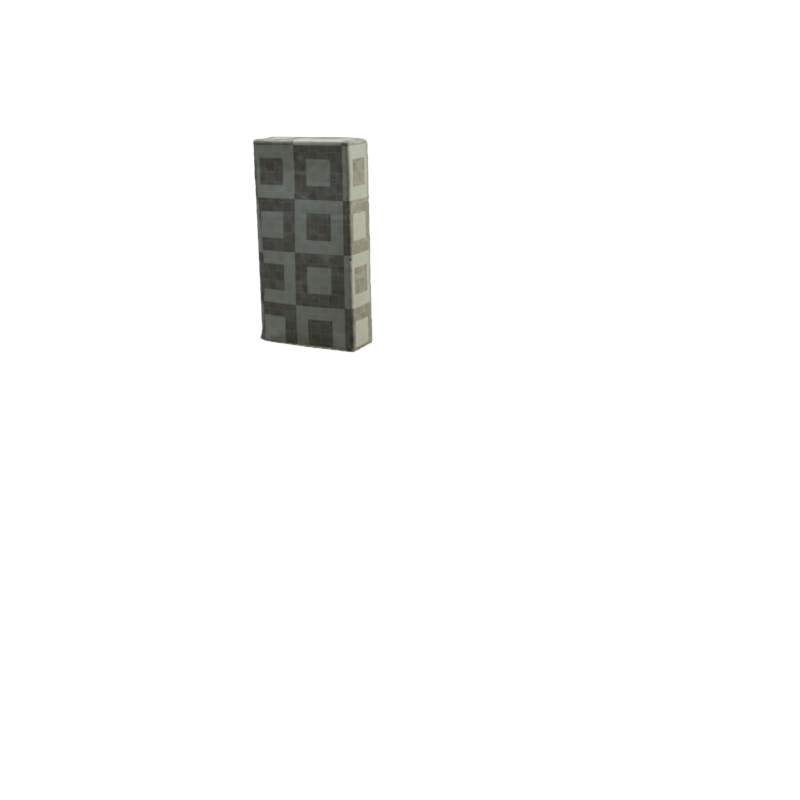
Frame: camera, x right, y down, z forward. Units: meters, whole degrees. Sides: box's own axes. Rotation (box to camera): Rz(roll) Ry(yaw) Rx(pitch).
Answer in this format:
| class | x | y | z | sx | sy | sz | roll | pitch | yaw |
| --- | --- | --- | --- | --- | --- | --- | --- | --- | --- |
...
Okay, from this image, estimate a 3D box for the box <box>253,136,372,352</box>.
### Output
| class | x | y | z | sx | sy | sz | roll | pitch | yaw |
| --- | --- | --- | --- | --- | --- | --- | --- | --- | --- |
| box | -0.073 | -0.134 | 0.938 | 0.097 | 0.173 | 0.047 | 5 | 10 | 27 |
